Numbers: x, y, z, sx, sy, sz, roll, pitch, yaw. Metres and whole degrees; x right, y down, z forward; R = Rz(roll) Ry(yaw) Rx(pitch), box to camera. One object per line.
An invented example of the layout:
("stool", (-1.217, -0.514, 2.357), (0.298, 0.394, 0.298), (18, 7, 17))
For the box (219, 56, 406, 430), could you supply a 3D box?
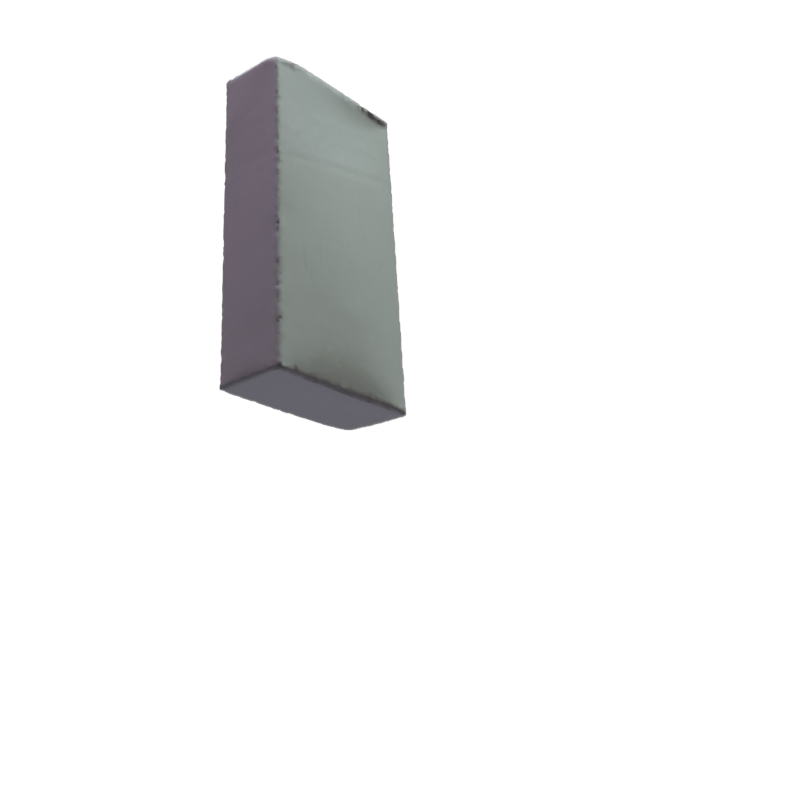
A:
("box", (-0.044, -0.081, 0.564), (0.048, 0.186, 0.087), (-22, -31, 36))
